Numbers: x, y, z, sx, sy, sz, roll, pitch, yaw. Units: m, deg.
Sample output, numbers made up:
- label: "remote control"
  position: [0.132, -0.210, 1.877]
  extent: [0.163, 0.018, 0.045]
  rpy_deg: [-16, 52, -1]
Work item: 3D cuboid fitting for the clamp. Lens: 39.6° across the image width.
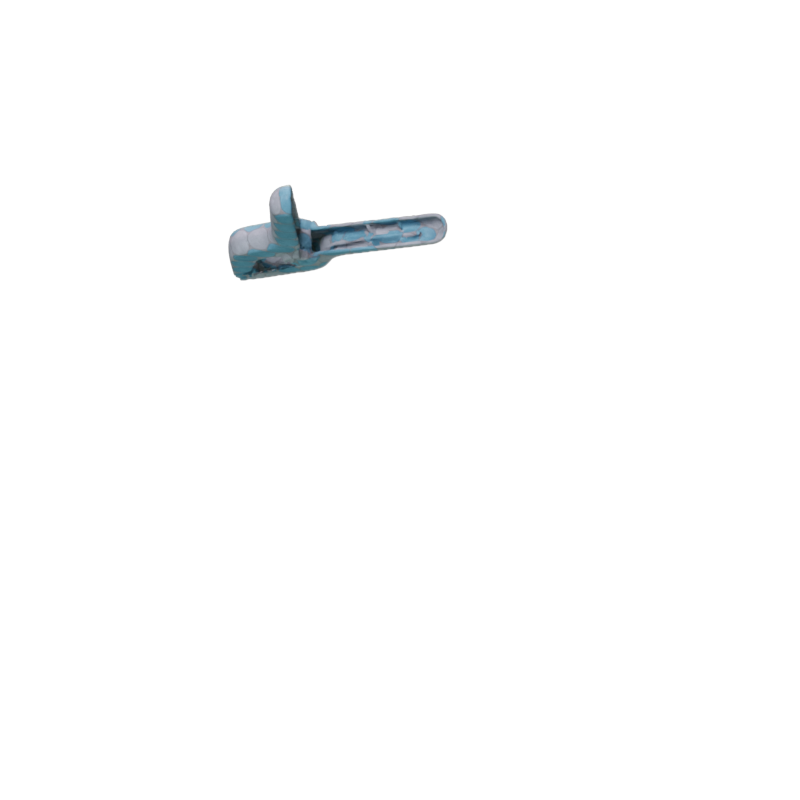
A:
- label: "clamp"
  position: [-0.074, -0.135, 0.943]
  extent: [0.158, 0.037, 0.212]
  rpy_deg: [5, -9, -30]
